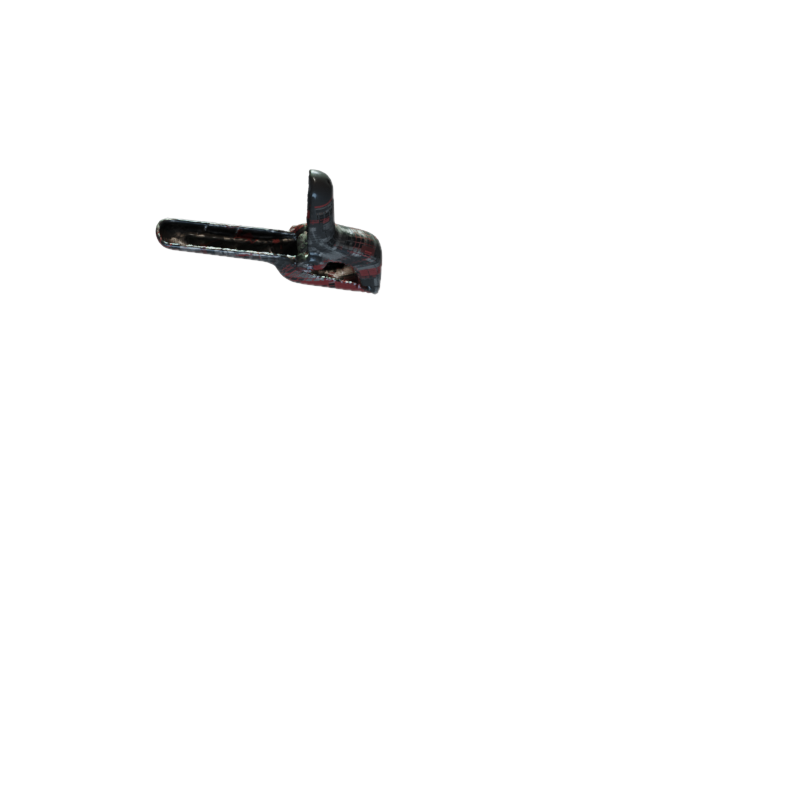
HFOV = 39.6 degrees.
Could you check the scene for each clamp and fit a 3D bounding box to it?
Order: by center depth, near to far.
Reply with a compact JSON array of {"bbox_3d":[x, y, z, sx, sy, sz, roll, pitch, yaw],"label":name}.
[{"bbox_3d":[-0.071,-0.130,0.911,0.167,0.038,0.197,-13,-20,39],"label":"clamp"}]
